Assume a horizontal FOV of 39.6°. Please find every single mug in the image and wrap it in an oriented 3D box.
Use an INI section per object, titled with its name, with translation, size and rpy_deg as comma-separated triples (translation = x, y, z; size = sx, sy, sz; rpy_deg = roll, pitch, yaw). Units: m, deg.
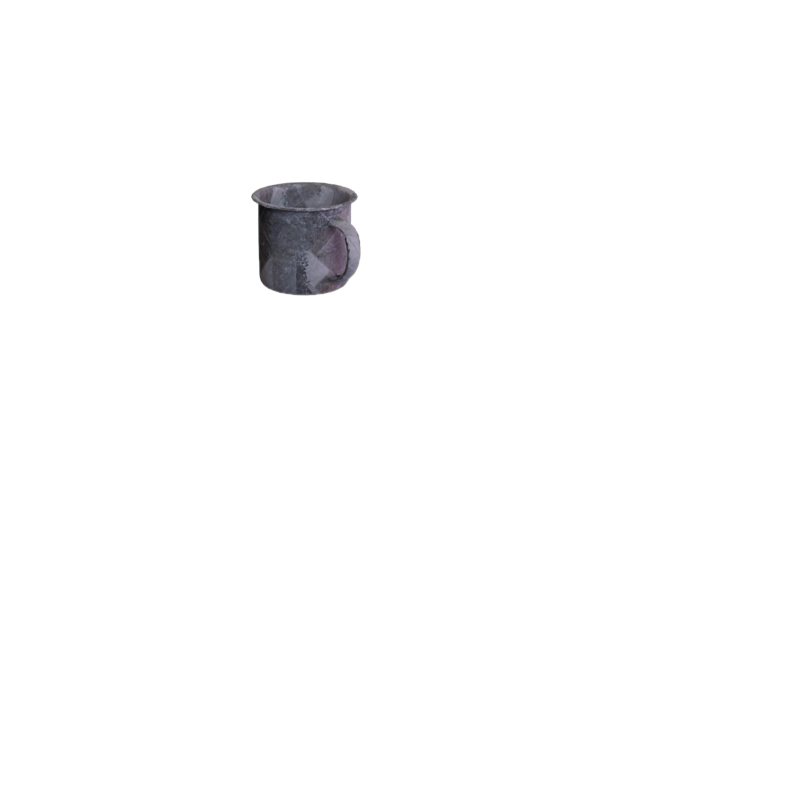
[mug]
translation = -0.076, -0.139, 0.974
size = 0.092, 0.078, 0.124
rpy_deg = -19, 29, -40
